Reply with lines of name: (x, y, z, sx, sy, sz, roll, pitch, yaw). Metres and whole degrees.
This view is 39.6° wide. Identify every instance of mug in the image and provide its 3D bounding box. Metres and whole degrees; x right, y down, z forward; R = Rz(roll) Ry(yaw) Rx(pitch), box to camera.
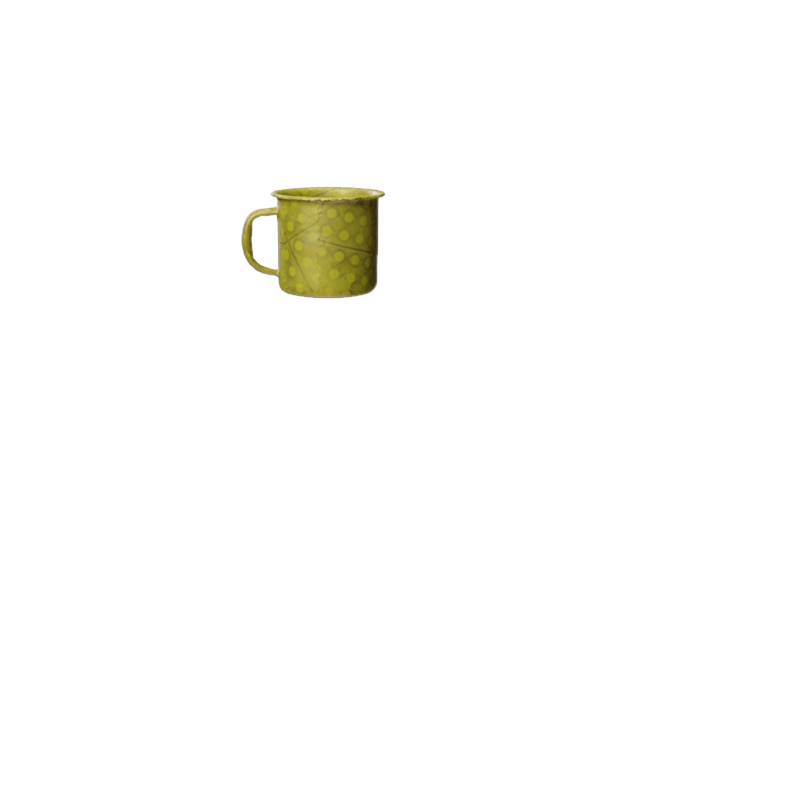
mug: (-0.071, -0.129, 0.904, 0.116, 0.080, 0.097, -2, 13, -9)
